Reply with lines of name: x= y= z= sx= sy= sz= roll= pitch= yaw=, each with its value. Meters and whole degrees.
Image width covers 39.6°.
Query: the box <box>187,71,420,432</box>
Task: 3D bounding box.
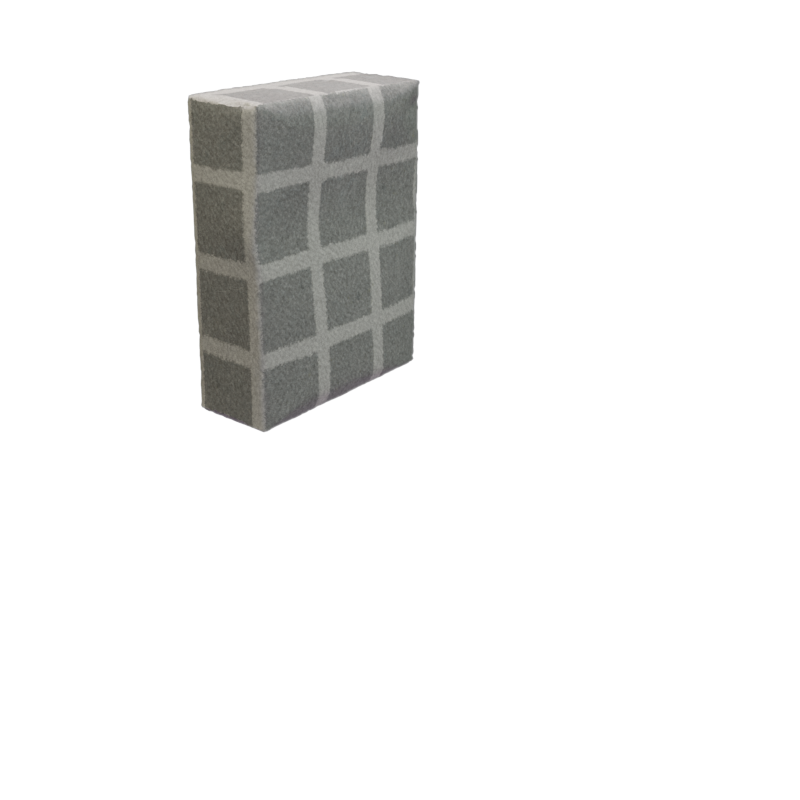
box: x=-0.059 y=-0.108 z=0.756 sx=0.076 sy=0.205 sz=0.162 roll=15 pitch=23 yaw=37
